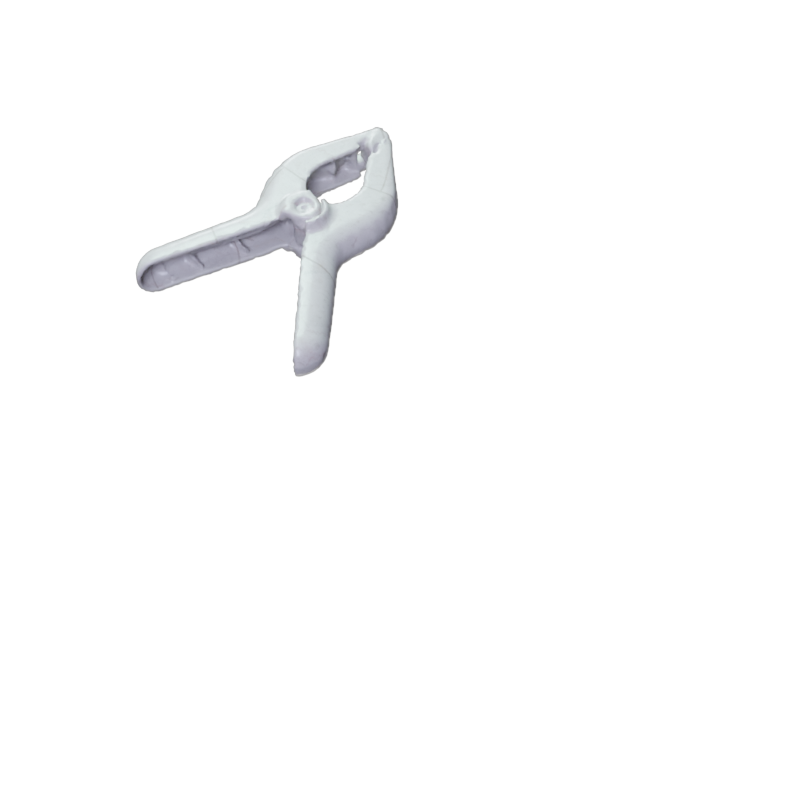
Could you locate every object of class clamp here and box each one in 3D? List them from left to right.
[{"bbox_3d":[-0.049,-0.088,0.620,0.127,0.174,0.037,37,-26,21],"label":"clamp"}]
